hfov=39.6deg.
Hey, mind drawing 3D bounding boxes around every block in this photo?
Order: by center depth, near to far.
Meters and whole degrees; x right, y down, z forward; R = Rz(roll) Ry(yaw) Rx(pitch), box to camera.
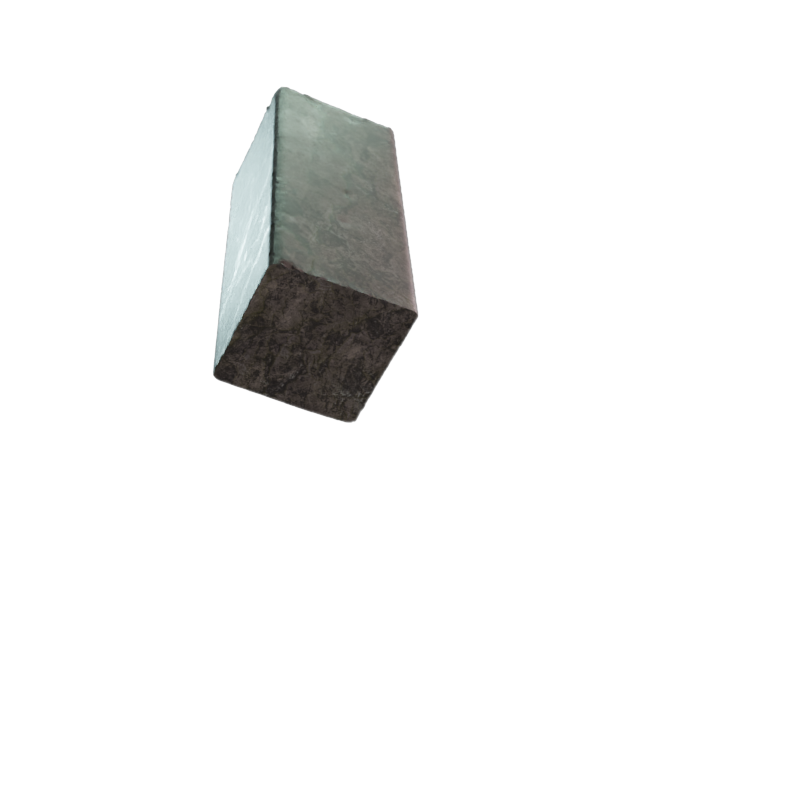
[{"bbox_3d":[-0.055,-0.099,0.691,0.087,0.087,0.221,18,36,-18],"label":"block"}]
